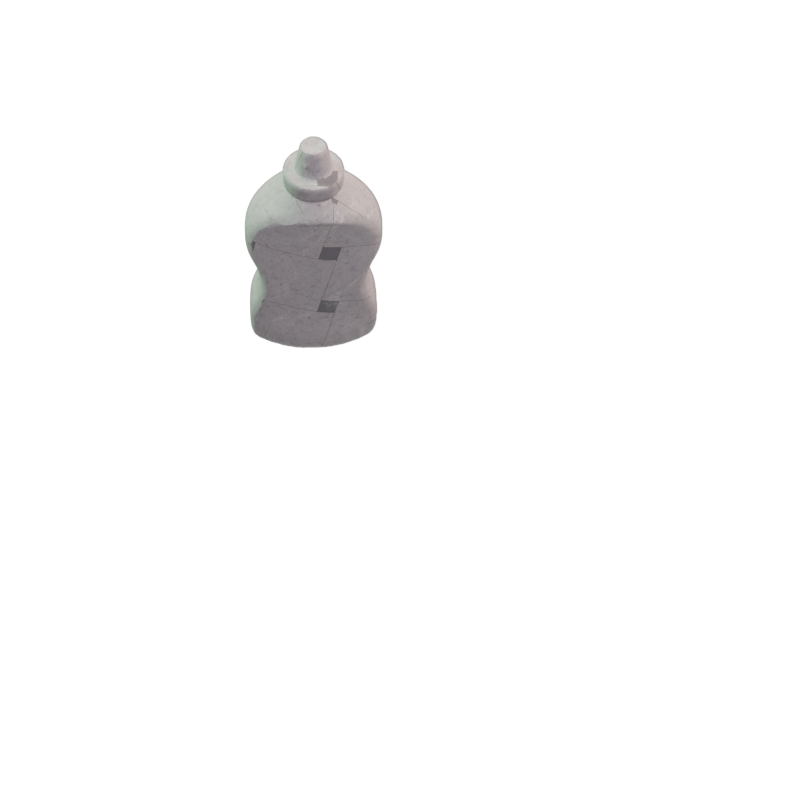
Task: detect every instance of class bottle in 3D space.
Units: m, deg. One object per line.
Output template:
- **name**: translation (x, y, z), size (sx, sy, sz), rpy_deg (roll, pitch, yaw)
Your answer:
- **bottle**: translation (-0.062, -0.113, 0.786), size (0.096, 0.062, 0.179), rpy_deg (1, -35, -3)
